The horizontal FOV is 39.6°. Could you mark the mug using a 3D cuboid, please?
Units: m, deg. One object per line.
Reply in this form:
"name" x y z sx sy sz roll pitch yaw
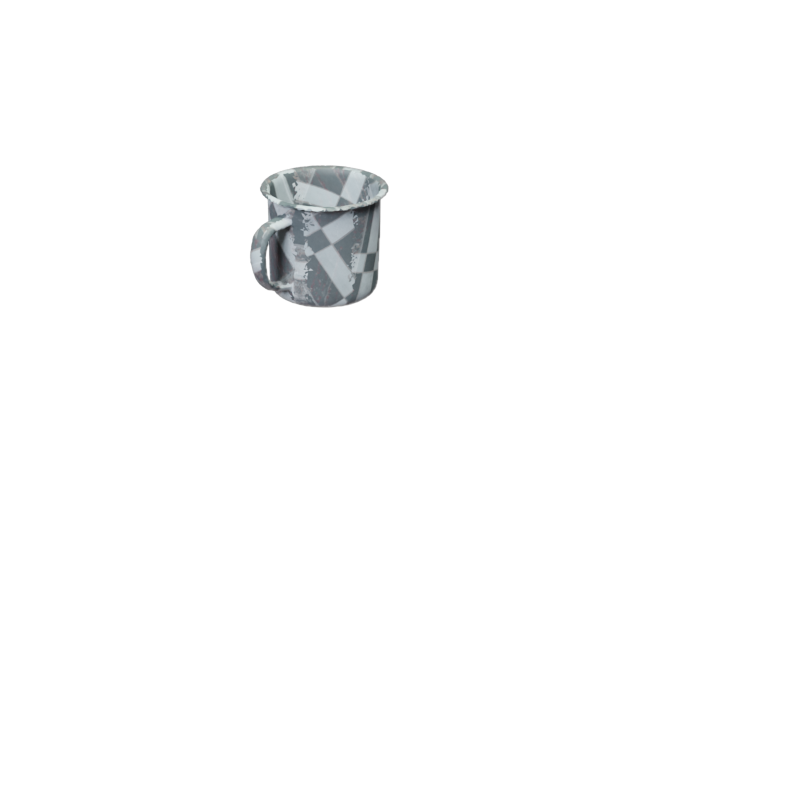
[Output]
"mug" -0.064 -0.116 0.811 0.099 0.077 0.117 21 34 33
